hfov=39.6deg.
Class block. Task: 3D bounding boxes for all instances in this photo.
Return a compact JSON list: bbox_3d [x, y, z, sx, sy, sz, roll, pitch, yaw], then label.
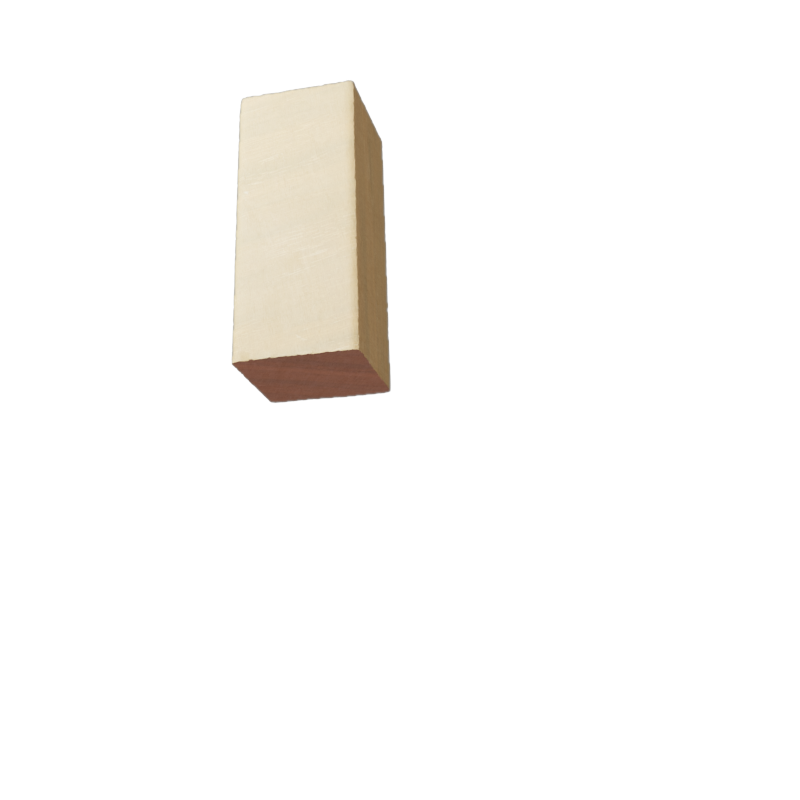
[{"bbox_3d":[-0.063,-0.113,0.794,0.091,0.218,0.085,-7,-25,12],"label":"block"}]
